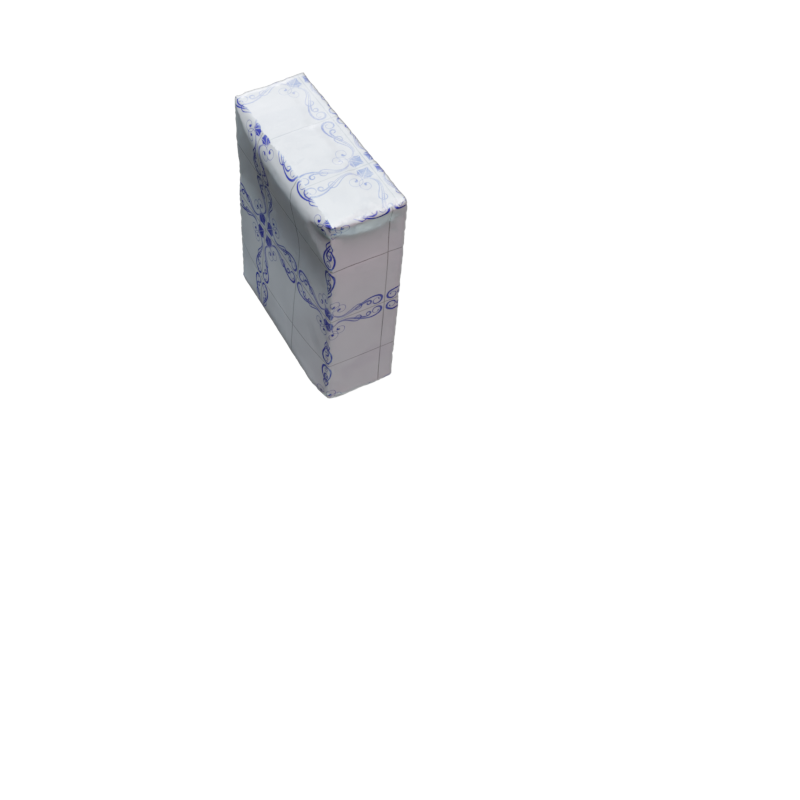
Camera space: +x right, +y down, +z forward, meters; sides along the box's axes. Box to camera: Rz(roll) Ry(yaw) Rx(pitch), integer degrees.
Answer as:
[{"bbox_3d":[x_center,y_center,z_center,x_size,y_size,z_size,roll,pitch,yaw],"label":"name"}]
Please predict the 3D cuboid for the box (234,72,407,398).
[{"bbox_3d":[-0.070,-0.128,0.898,0.071,0.177,0.199,-22,-34,-20],"label":"box"}]
